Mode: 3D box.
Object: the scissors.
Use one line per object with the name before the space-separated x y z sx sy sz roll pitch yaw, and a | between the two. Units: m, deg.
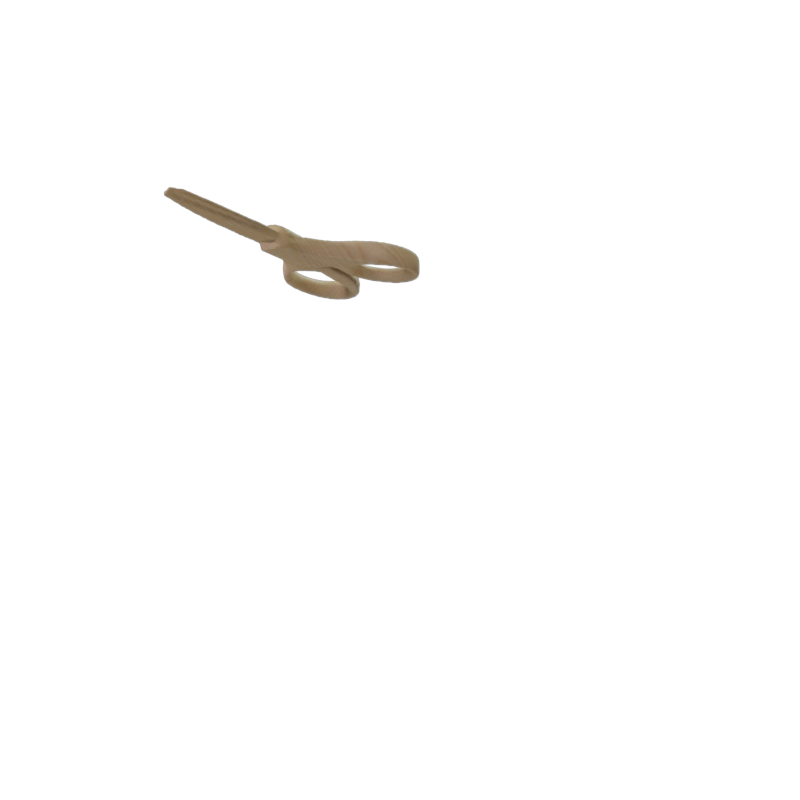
scissors | -0.051 -0.092 0.646 0.098 0.016 0.191 -3 -12 16
